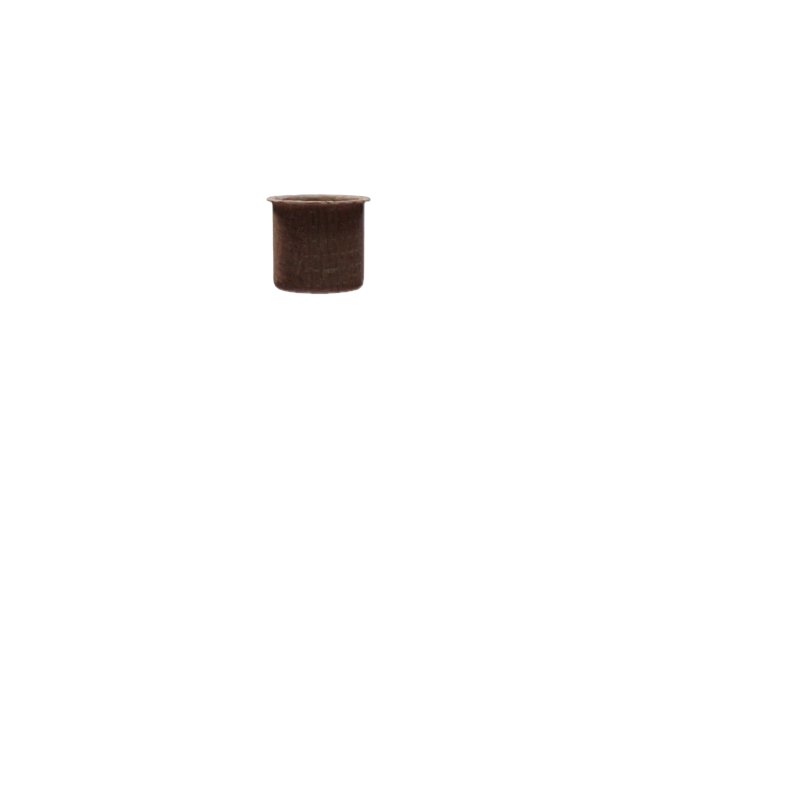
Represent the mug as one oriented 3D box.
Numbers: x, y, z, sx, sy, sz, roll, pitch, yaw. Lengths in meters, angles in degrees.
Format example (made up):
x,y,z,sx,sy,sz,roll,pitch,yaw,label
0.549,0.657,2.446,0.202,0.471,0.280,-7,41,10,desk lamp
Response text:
x,y,z,sx,sy,sz,roll,pitch,yaw,label
-0.078,-0.143,0.999,0.091,0.080,0.123,-5,13,-25,mug
